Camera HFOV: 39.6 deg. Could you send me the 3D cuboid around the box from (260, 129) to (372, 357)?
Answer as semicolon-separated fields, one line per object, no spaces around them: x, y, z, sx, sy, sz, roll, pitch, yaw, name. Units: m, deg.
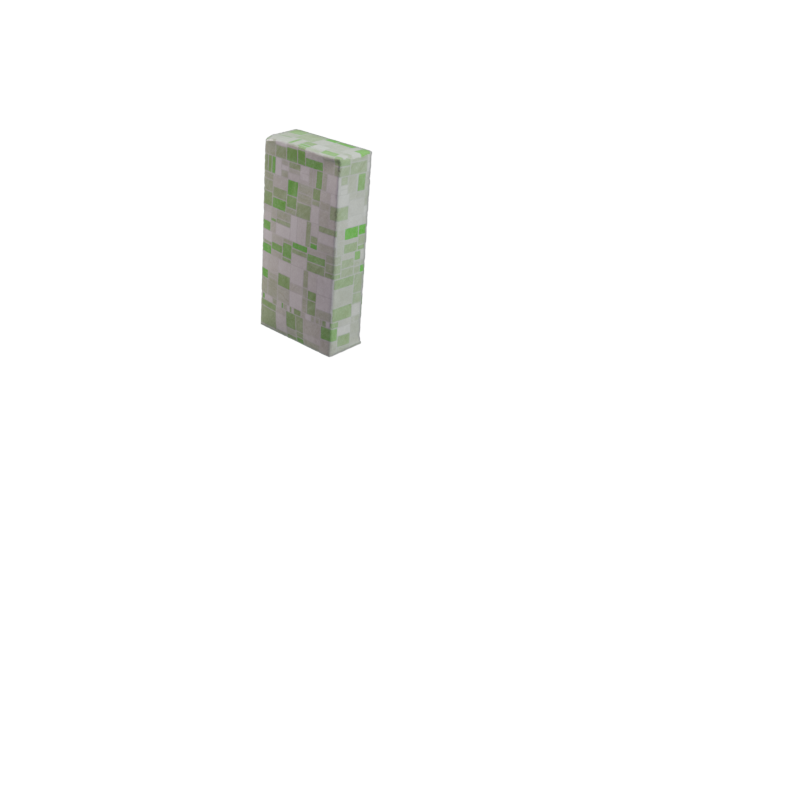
-0.075;-0.135;0.948;0.099;0.168;0.047;23;30;39;box
